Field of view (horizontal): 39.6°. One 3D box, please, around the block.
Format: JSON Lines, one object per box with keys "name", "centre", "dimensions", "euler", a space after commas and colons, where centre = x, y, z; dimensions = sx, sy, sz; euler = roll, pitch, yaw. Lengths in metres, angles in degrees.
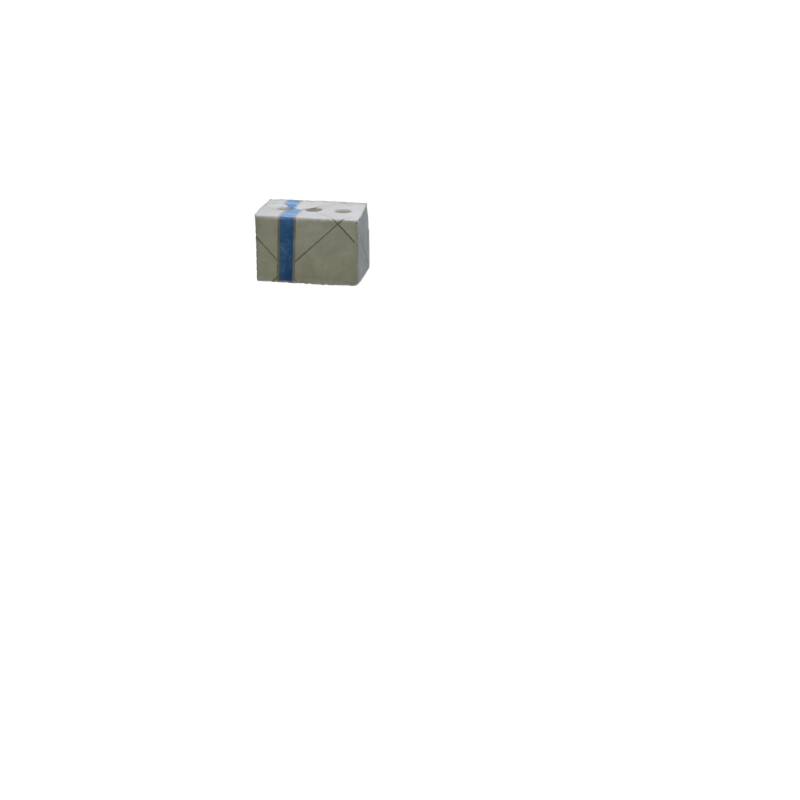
{"name": "block", "centre": [-0.064, -0.117, 0.819], "dimensions": [0.079, 0.049, 0.054], "euler": [4, 19, 9]}
